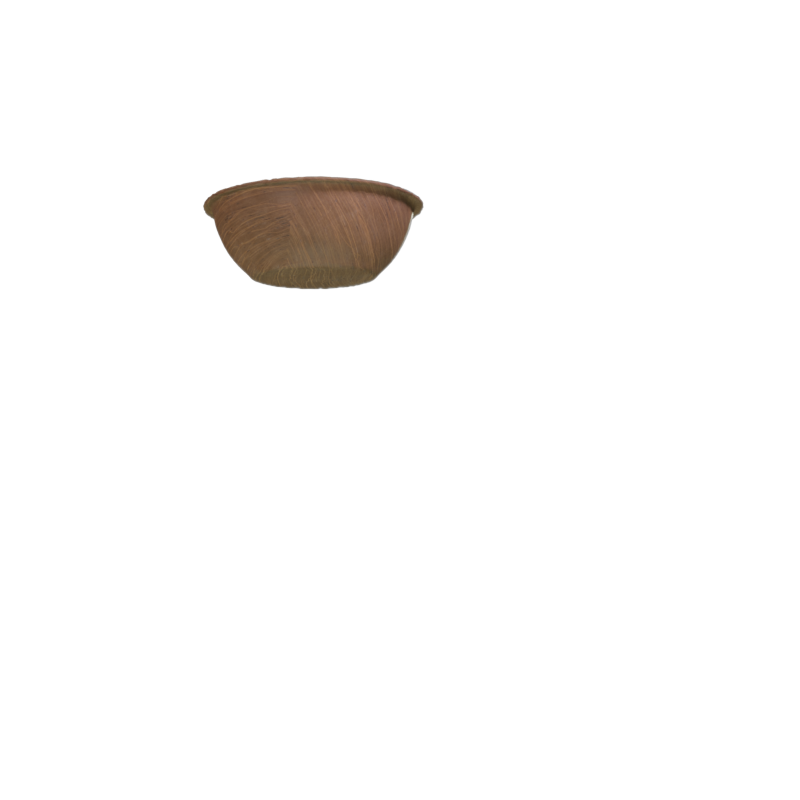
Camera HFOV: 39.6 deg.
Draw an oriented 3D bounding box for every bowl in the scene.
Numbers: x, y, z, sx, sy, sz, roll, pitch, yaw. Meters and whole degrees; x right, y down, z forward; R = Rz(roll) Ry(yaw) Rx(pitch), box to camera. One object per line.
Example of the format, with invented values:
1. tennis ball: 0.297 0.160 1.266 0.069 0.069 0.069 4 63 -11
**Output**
1. bowl: -0.063 -0.116 0.810 0.162 0.056 0.159 0 -5 -2
